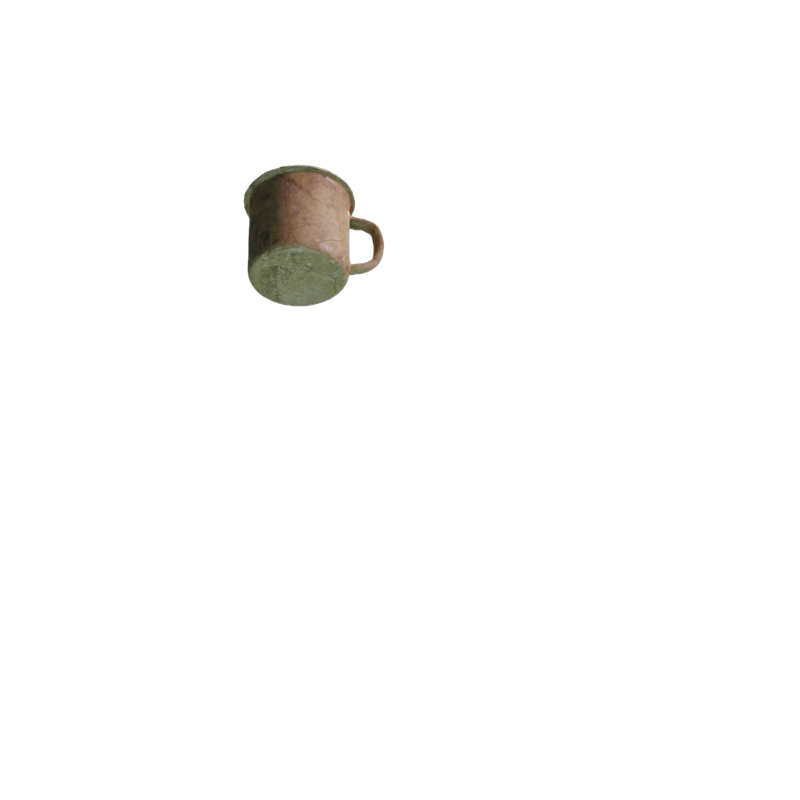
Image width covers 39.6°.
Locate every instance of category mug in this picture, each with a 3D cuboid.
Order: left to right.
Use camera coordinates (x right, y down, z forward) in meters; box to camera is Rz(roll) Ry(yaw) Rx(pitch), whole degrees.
[{"bbox_3d":[-0.071,-0.129,0.902,0.115,0.087,0.089,8,-36,-12],"label":"mug"}]
